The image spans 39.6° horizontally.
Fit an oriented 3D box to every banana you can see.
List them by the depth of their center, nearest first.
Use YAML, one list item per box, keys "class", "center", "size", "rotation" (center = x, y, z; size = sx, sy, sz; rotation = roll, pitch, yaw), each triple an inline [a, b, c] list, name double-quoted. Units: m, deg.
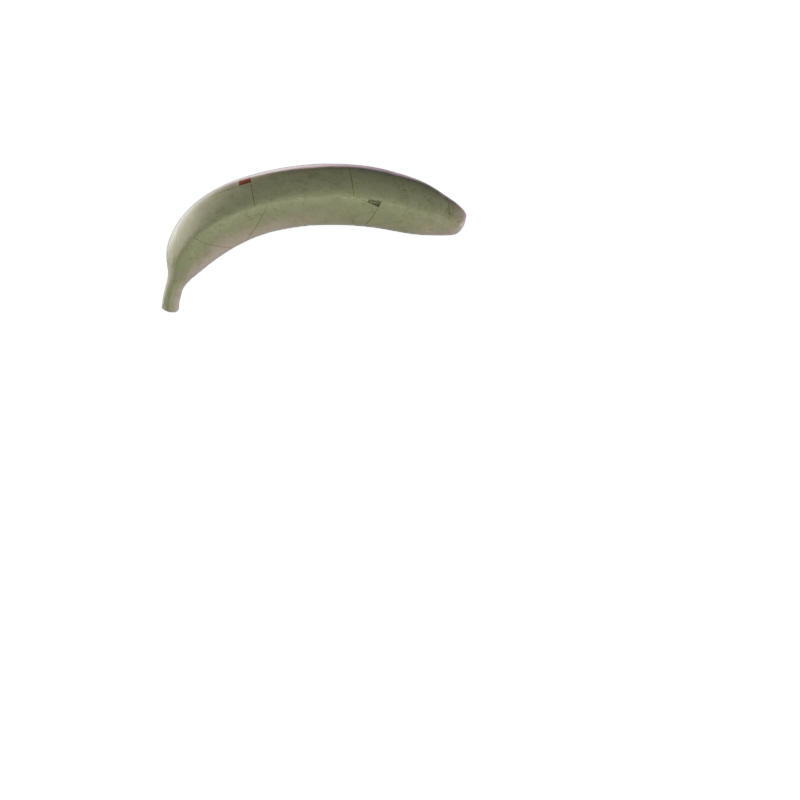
- class: "banana"
  center: [-0.062, -0.112, 0.680]
  size: [0.199, 0.065, 0.039]
  rotation: [-14, 31, 8]
